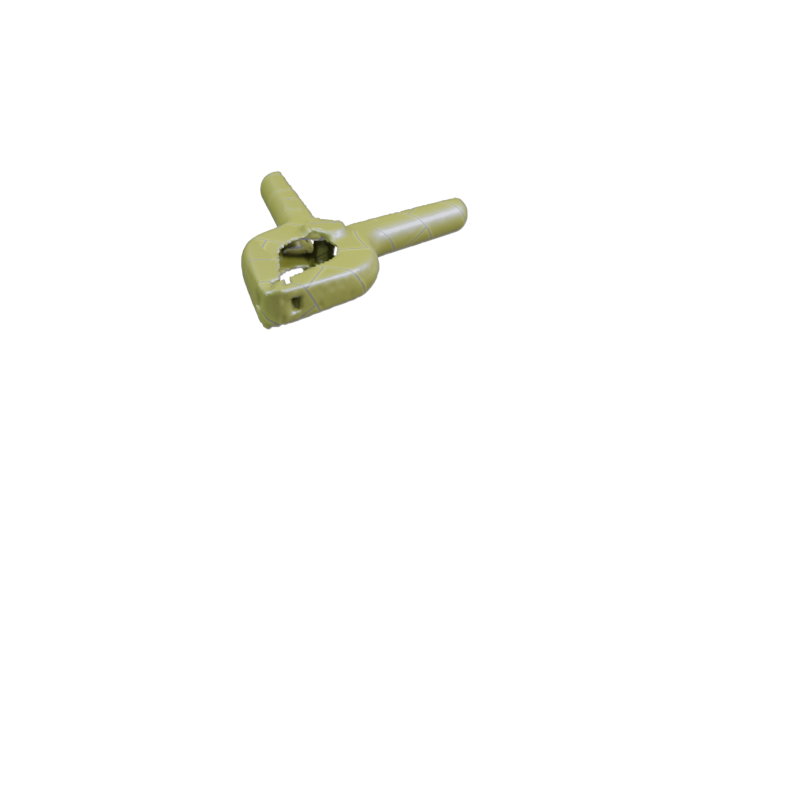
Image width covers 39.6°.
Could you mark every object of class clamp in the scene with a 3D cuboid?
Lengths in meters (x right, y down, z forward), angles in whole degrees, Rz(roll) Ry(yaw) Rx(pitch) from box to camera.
[{"bbox_3d":[-0.062,-0.112,0.787,0.171,0.034,0.215,13,33,20],"label":"clamp"}]
